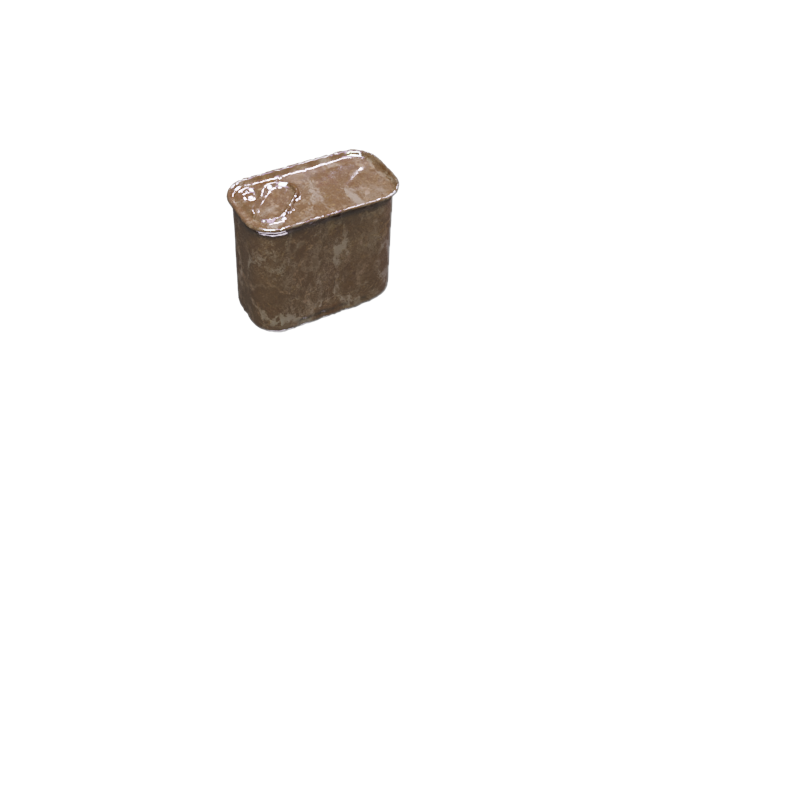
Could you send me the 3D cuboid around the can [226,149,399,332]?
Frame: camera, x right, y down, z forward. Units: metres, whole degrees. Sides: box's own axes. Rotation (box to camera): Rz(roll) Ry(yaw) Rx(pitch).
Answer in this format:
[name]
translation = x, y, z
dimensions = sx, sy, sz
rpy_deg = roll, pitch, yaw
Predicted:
[can]
translation = -0.054, -0.099, 0.692
dimensions = 0.101, 0.078, 0.062
rpy_deg = -20, 46, -22
